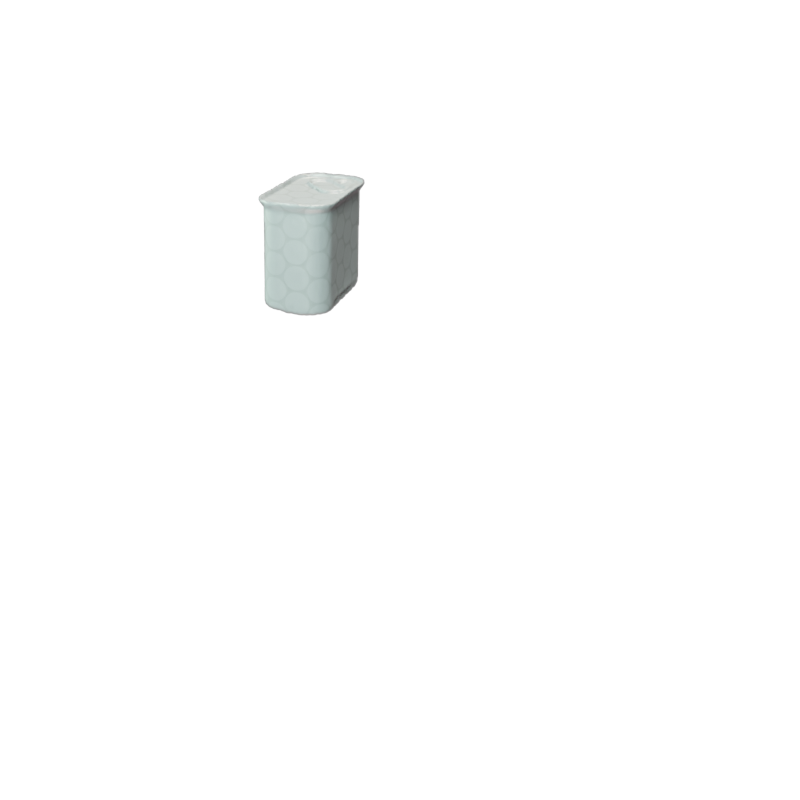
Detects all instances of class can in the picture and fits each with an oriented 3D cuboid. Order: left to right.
[{"bbox_3d":[-0.065,-0.119,0.833,0.059,0.080,0.104,7,22,16],"label":"can"}]
